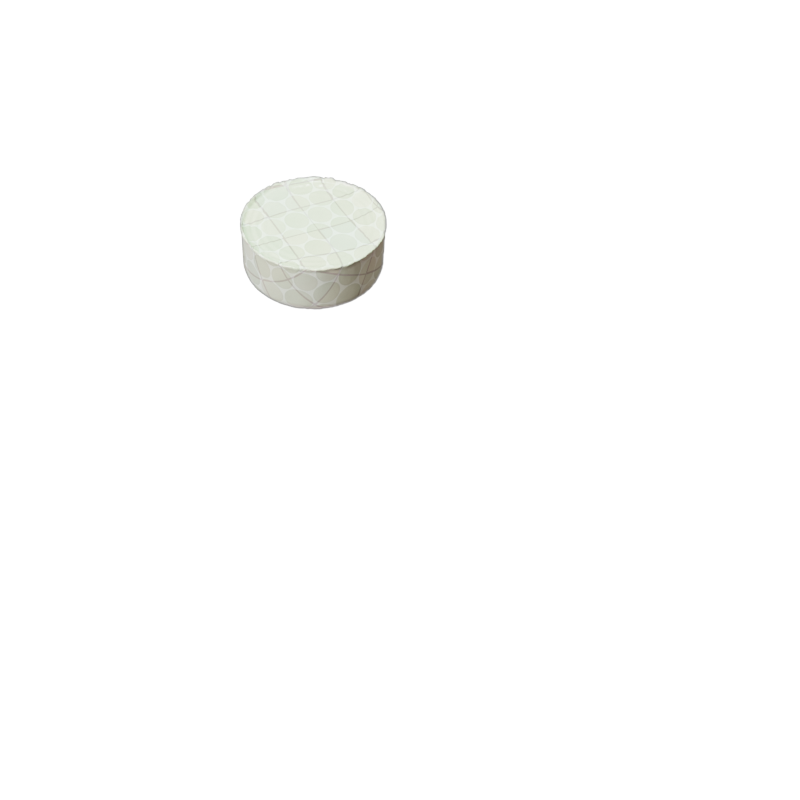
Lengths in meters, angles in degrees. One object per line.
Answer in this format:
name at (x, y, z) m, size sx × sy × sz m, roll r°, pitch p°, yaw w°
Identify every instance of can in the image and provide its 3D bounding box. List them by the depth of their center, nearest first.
can at (-0.051, -0.094, 0.656) m, size 0.086 × 0.031 × 0.092 m, roll -1°, pitch 45°, yaw -1°
